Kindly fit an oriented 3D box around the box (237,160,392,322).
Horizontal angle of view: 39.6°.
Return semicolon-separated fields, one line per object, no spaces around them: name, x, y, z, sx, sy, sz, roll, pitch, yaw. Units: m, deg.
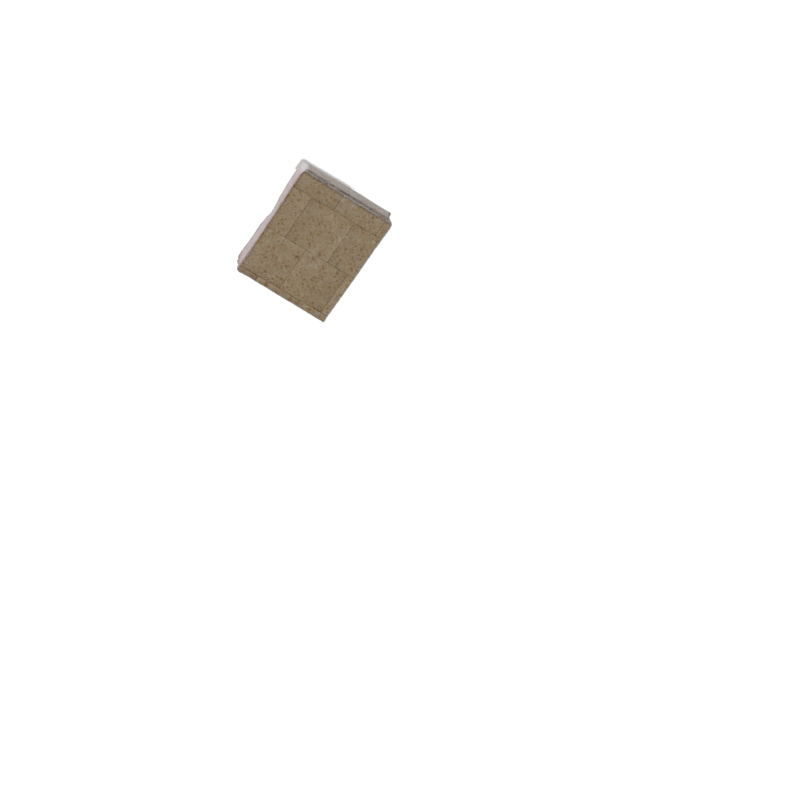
box;-0.060;-0.109;0.767;0.071;0.087;0.032;31;19;-13
